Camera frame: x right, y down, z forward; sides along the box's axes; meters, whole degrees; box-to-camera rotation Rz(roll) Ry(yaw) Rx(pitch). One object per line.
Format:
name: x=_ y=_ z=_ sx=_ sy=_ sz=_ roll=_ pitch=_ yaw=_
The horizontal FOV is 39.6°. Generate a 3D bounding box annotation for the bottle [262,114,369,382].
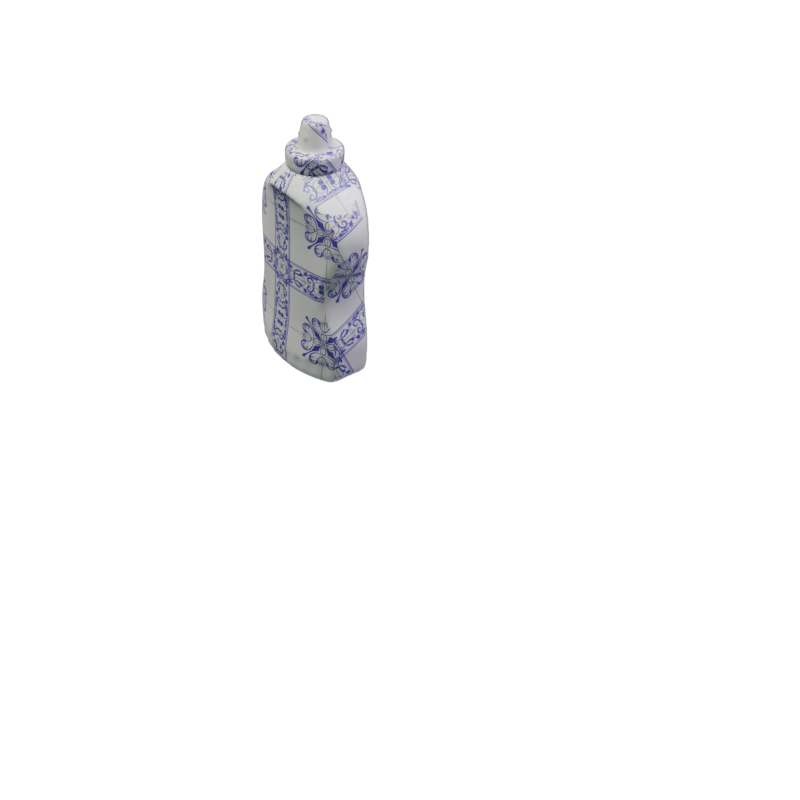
bottle: x=-0.062 y=-0.113 z=0.793 sx=0.058 sy=0.180 sz=0.103 roll=-20 pitch=40 yaw=-30
